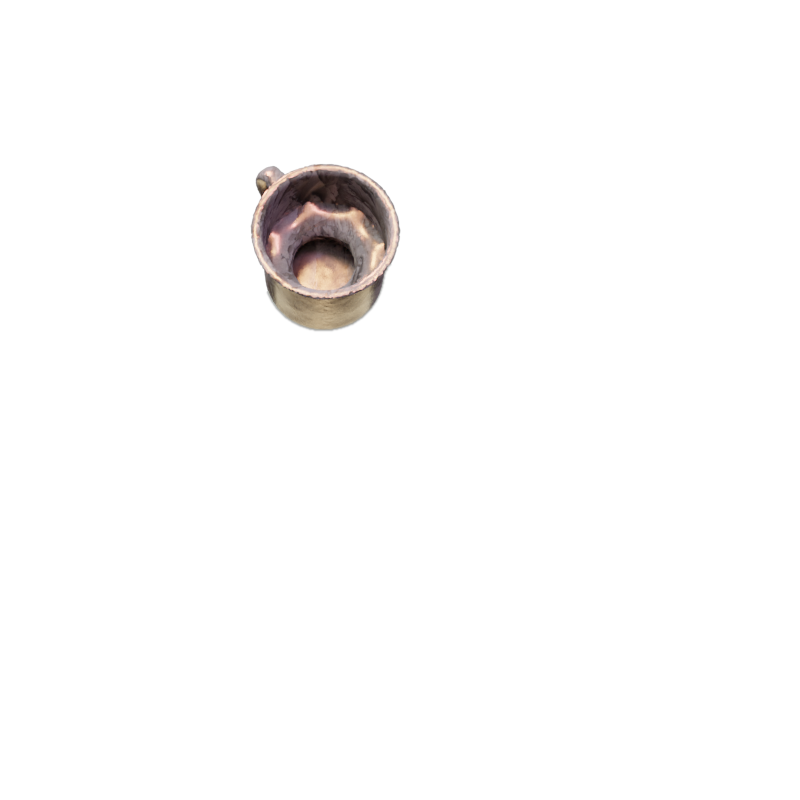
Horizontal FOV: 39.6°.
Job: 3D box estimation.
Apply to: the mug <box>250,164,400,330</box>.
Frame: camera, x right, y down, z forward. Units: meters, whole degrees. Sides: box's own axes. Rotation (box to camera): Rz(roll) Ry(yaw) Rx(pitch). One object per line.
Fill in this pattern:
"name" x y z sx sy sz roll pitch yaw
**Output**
"mug" -0.057 -0.104 0.732 0.094 0.122 0.078 -38 -16 -14
